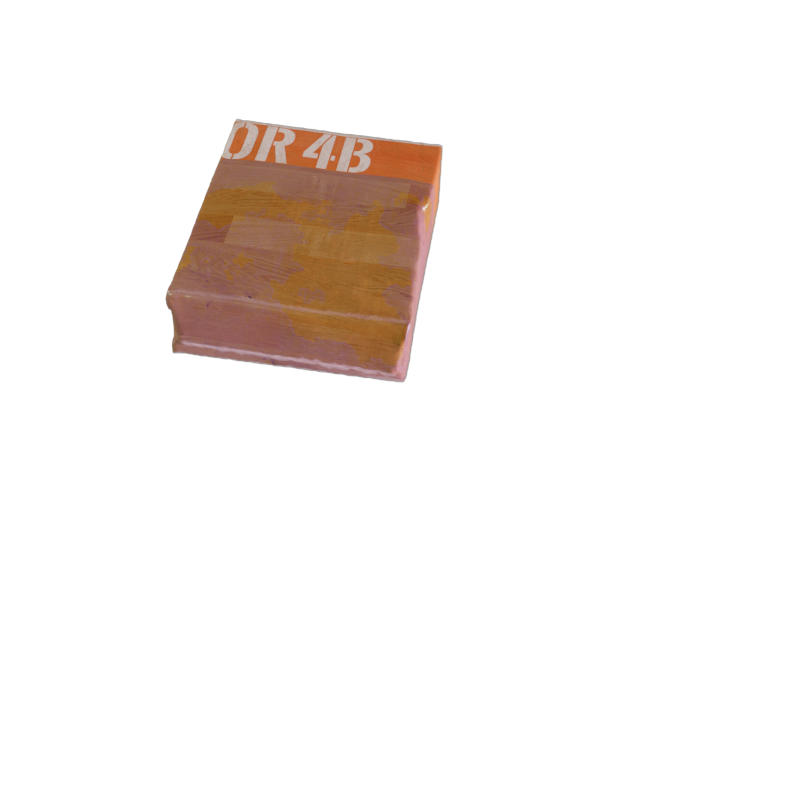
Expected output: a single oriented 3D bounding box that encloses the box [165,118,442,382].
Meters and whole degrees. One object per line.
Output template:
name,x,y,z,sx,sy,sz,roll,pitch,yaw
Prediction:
box,-0.028,-0.051,0.356,0.074,0.095,0.028,7,-43,6
